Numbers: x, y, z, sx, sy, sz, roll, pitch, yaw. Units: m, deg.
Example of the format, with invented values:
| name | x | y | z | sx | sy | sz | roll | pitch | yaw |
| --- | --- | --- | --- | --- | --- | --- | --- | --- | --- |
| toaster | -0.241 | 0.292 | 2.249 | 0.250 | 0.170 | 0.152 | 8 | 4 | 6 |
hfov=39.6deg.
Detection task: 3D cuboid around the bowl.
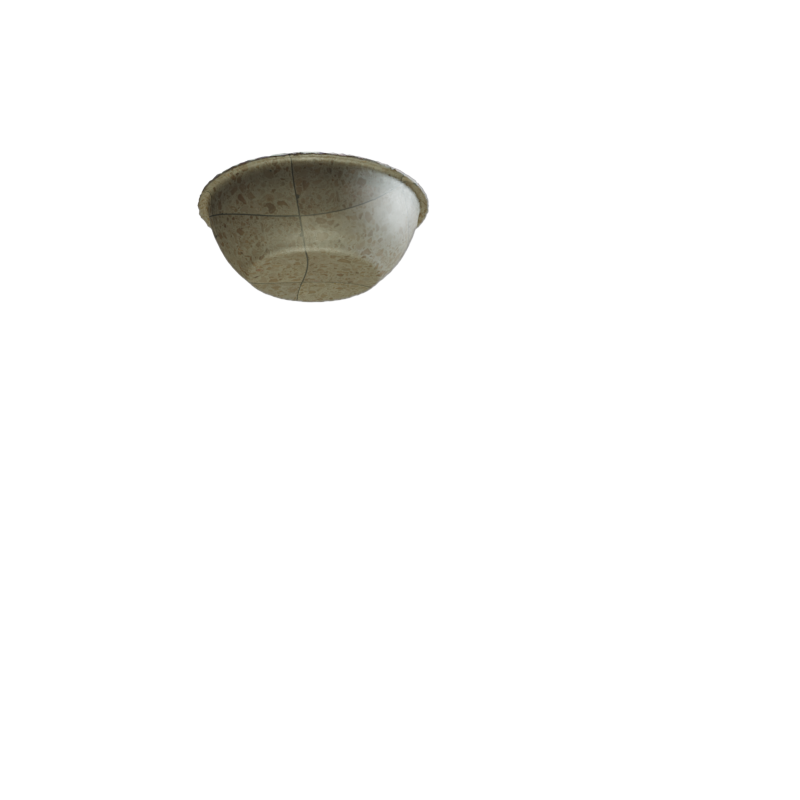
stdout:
| name | x | y | z | sx | sy | sz | roll | pitch | yaw |
| --- | --- | --- | --- | --- | --- | --- | --- | --- | --- |
| bowl | -0.060 | -0.109 | 0.766 | 0.162 | 0.058 | 0.154 | 0 | -19 | -2 |
